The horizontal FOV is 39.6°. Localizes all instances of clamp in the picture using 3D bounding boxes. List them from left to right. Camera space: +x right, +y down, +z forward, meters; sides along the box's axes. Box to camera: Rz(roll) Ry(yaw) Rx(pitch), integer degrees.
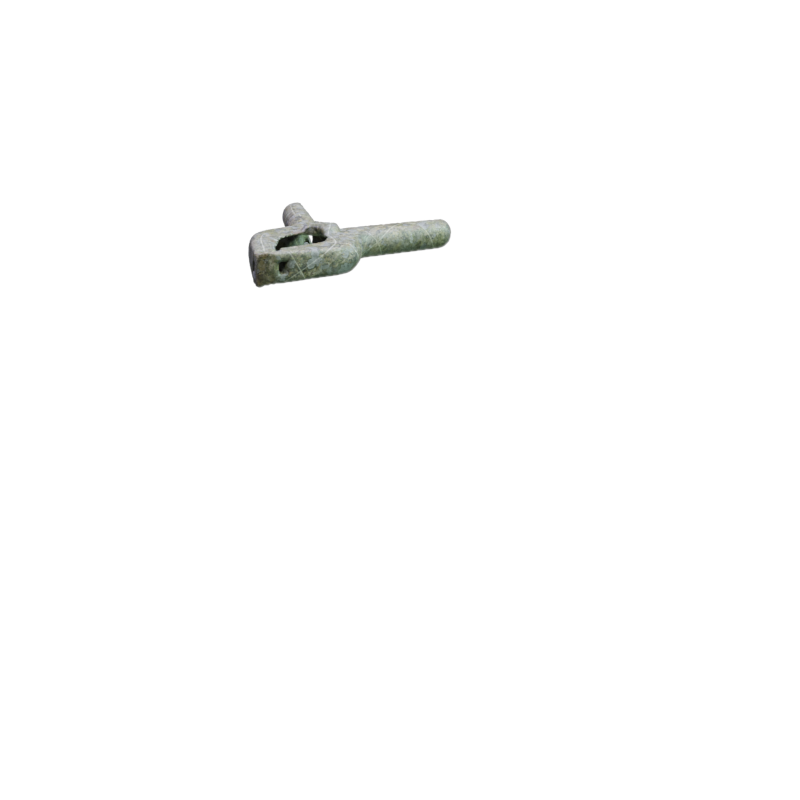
[{"bbox_3d":[-0.074,-0.135,0.946,0.172,0.035,0.209,12,23,29],"label":"clamp"}]
